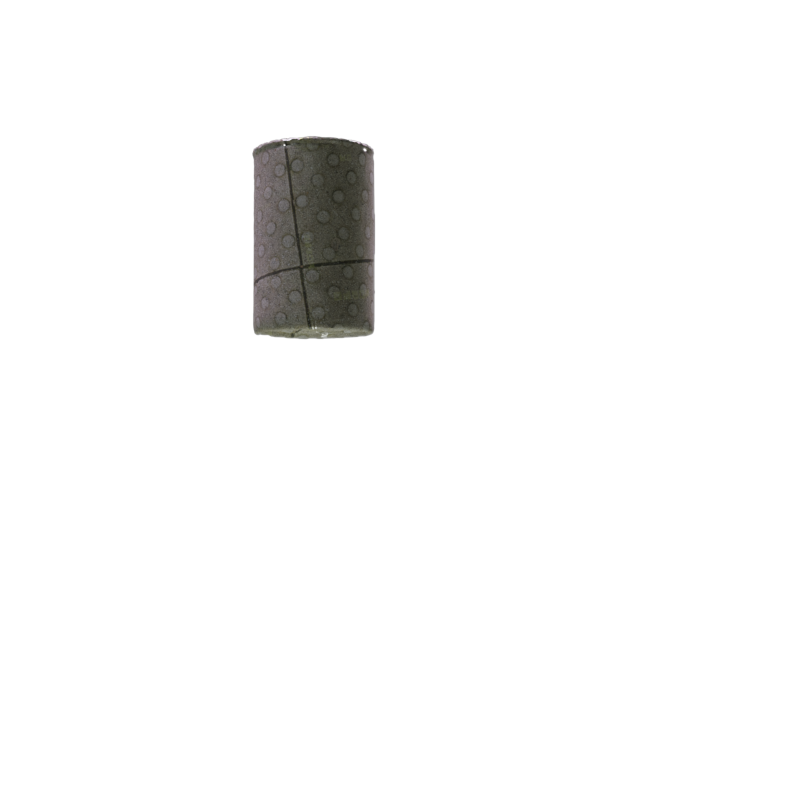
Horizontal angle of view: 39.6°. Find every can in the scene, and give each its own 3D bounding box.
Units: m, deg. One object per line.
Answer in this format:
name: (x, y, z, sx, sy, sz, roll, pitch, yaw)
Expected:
can: (-0.048, -0.087, 0.609, 0.068, 0.104, 0.067, 0, -7, -2)
